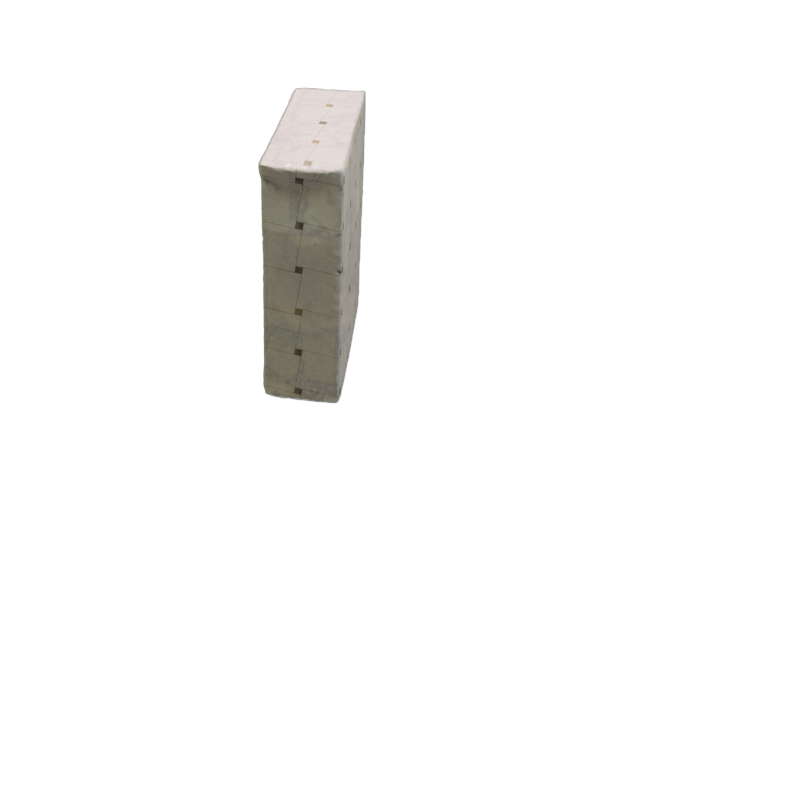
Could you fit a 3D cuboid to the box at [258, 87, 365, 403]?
[{"bbox_3d":[-0.073,-0.132,0.926,0.072,0.201,0.173,4,32,3],"label":"box"}]
